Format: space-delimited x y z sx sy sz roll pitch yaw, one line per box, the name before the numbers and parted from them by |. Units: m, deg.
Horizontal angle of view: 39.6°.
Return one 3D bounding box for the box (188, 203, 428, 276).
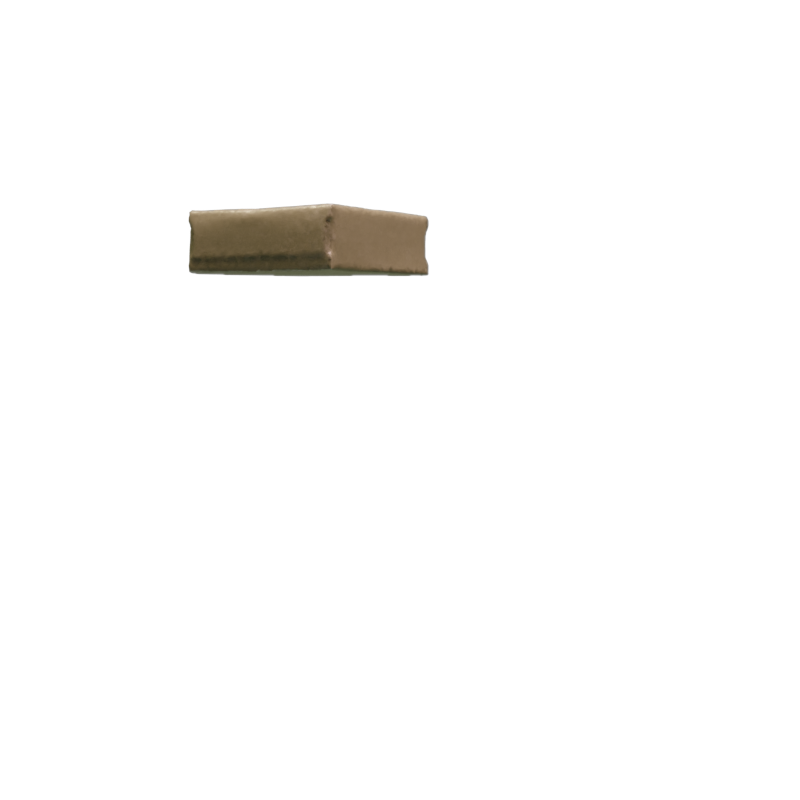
box | -0.038 -0.070 0.491 0.076 0.030 0.086 3 6 30
